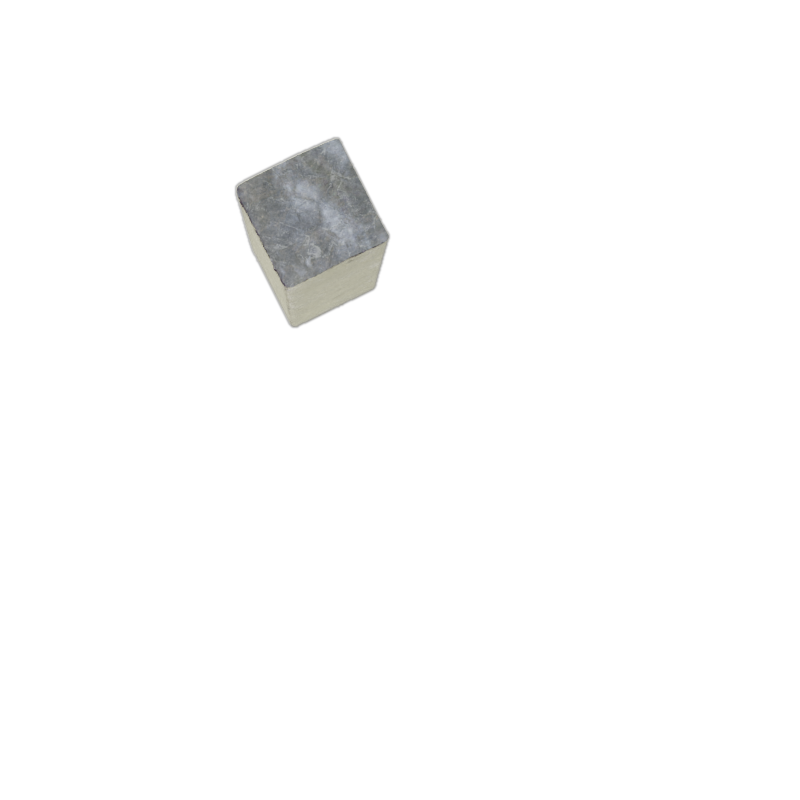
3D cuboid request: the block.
[{"bbox_3d":[-0.073,-0.132,0.924,0.090,0.093,0.202,-27,-3,-6],"label":"block"}]
